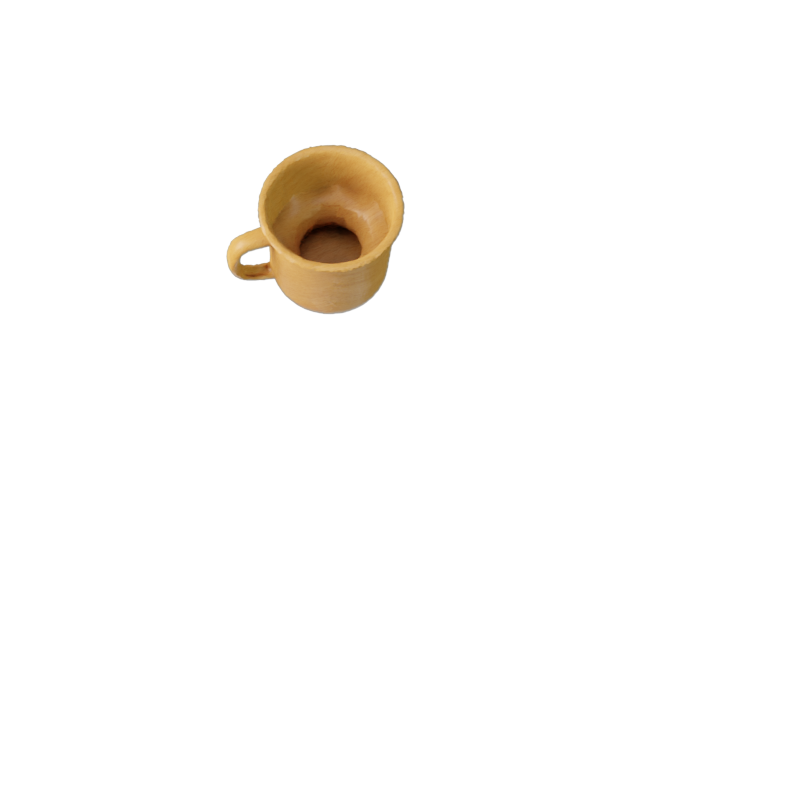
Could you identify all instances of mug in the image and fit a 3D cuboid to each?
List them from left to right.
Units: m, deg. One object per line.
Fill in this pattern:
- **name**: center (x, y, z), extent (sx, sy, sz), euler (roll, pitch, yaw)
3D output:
- **mug**: center (-0.057, -0.105, 0.732), extent (0.116, 0.099, 0.077), euler (-19, -23, -10)
